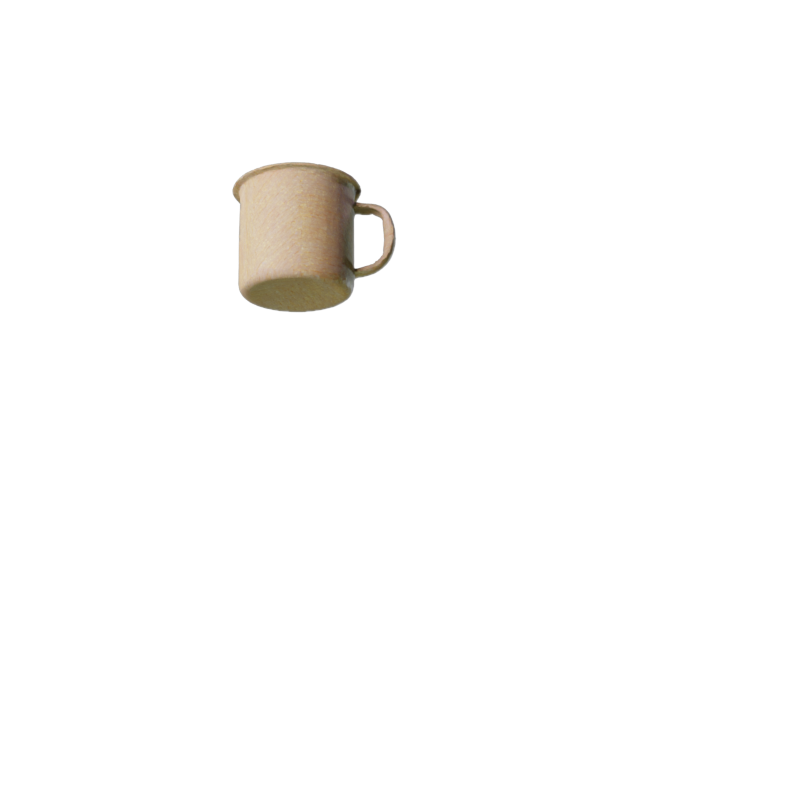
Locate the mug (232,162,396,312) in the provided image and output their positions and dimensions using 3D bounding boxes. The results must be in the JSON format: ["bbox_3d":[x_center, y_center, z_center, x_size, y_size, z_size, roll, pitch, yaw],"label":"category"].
[{"bbox_3d":[-0.062,-0.113,0.788,0.117,0.085,0.089,0,-18,-1],"label":"mug"}]
